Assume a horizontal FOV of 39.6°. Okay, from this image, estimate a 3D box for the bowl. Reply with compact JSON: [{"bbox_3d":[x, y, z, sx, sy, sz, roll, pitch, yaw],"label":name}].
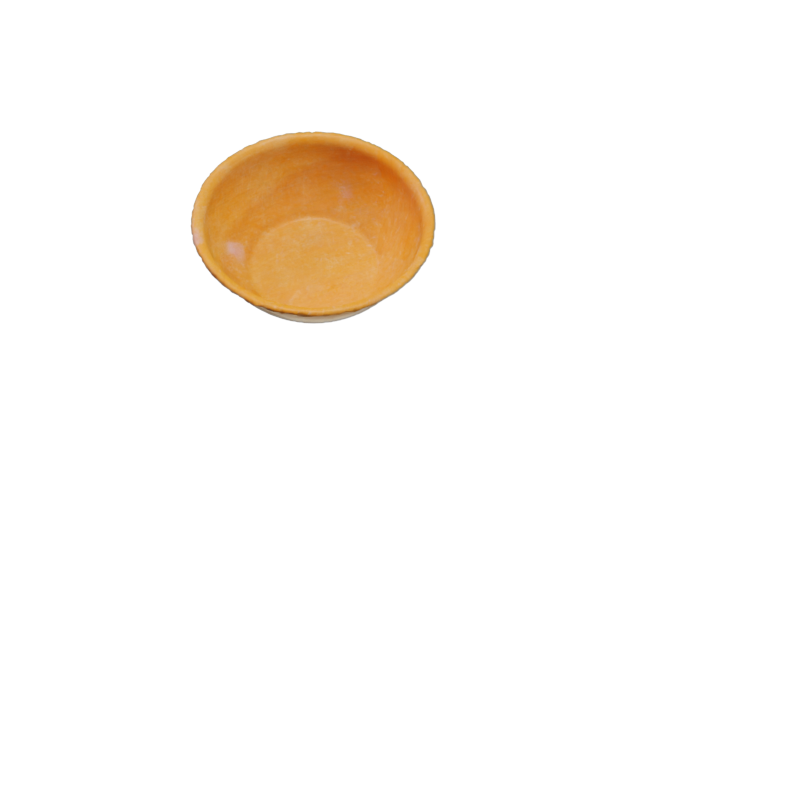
[{"bbox_3d":[-0.059,-0.107,0.753,0.162,0.174,0.051,-1,-37,-1],"label":"bowl"}]
